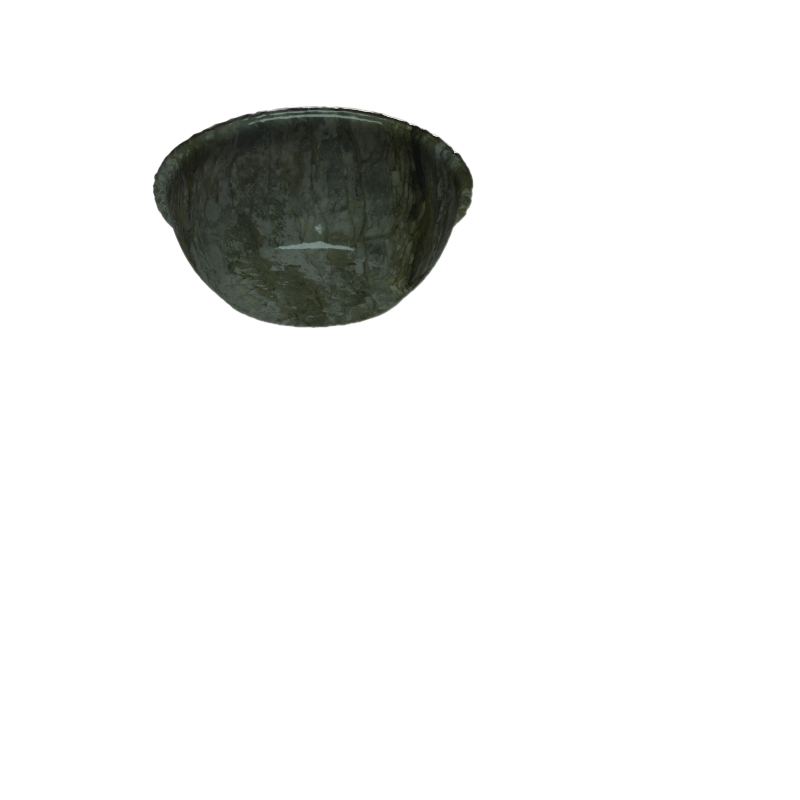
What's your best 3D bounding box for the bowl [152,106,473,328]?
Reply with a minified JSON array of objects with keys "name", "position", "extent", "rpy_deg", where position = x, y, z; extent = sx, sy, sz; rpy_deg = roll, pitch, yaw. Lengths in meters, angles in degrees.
[{"name":"bowl","position":[-0.043,-0.079,0.551],"extent":[0.162,0.058,0.154],"rpy_deg":[1,-22,-2]}]
